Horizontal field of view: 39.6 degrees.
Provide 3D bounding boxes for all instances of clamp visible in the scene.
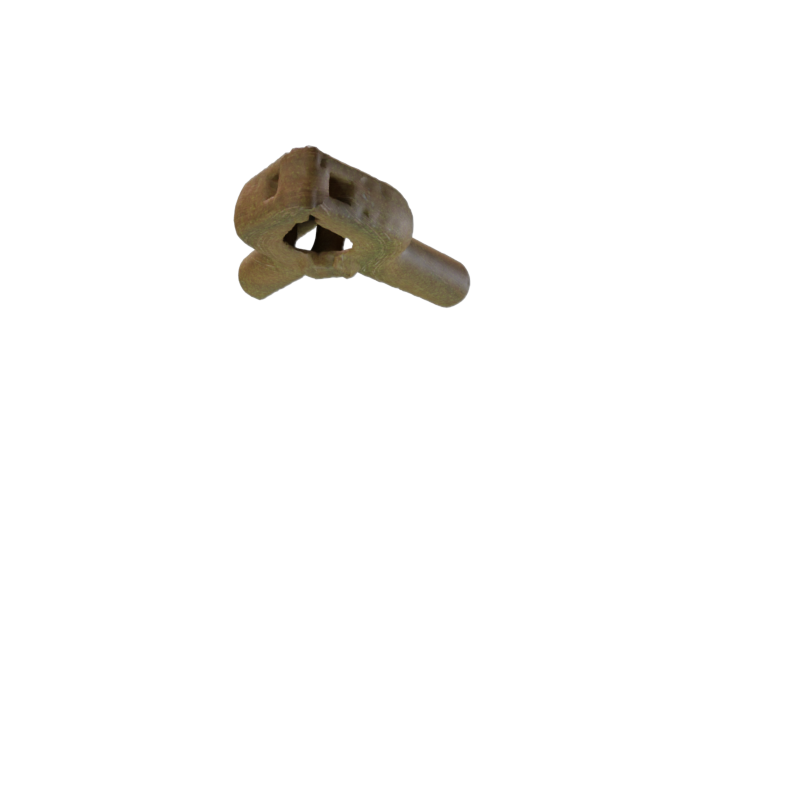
[{"bbox_3d":[-0.041,-0.074,0.520,0.122,0.041,0.162,-4,-14,15],"label":"clamp"}]
